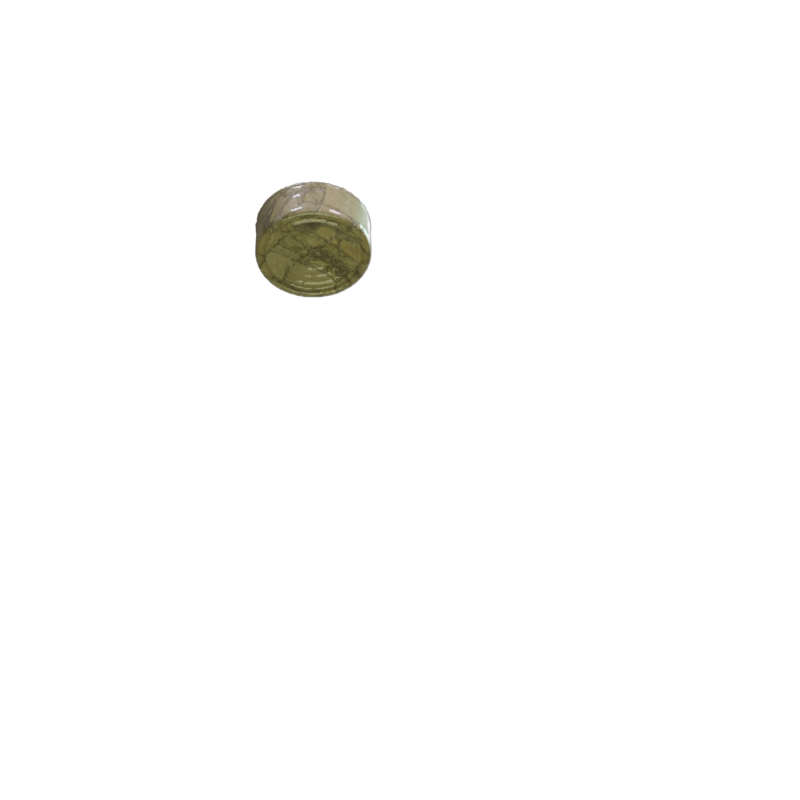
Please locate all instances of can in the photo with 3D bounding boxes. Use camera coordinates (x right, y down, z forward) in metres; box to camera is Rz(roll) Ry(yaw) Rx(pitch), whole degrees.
[{"bbox_3d":[-0.063,-0.115,0.808,0.086,0.080,0.036,1,44,-1],"label":"can"}]
